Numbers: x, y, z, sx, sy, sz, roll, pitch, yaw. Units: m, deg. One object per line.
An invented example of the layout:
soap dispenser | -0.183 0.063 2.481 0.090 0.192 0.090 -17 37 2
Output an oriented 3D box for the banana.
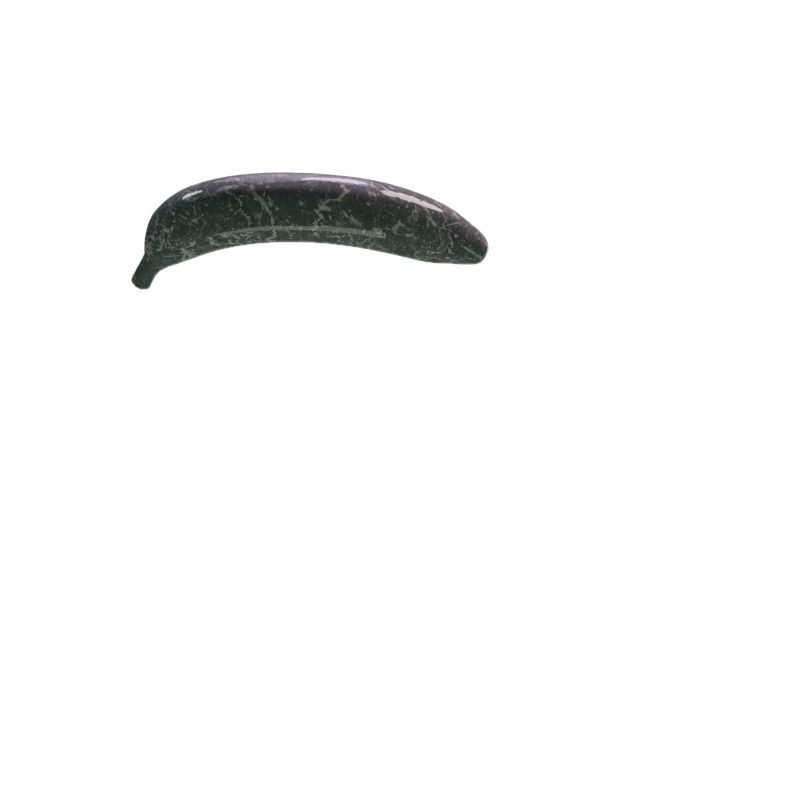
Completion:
banana | -0.052 -0.094 0.592 0.199 0.039 0.065 -2 -26 4
